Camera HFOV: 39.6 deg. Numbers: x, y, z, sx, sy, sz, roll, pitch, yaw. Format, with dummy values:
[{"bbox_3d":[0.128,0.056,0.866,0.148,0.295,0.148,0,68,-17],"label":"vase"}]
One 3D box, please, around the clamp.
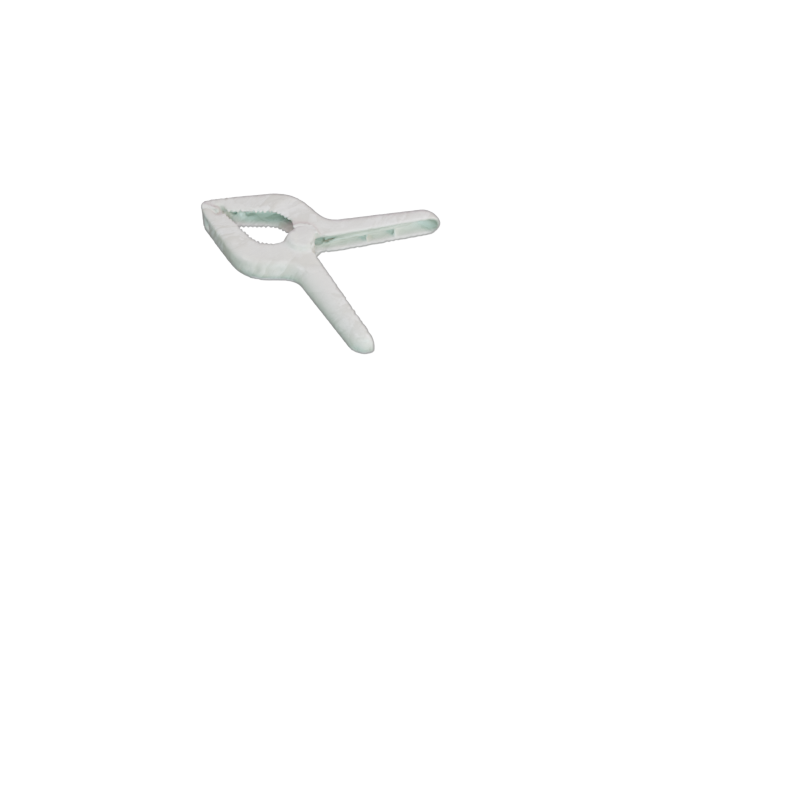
[{"bbox_3d":[-0.078,-0.141,0.990,0.219,0.169,0.034,25,-35,19],"label":"clamp"}]
